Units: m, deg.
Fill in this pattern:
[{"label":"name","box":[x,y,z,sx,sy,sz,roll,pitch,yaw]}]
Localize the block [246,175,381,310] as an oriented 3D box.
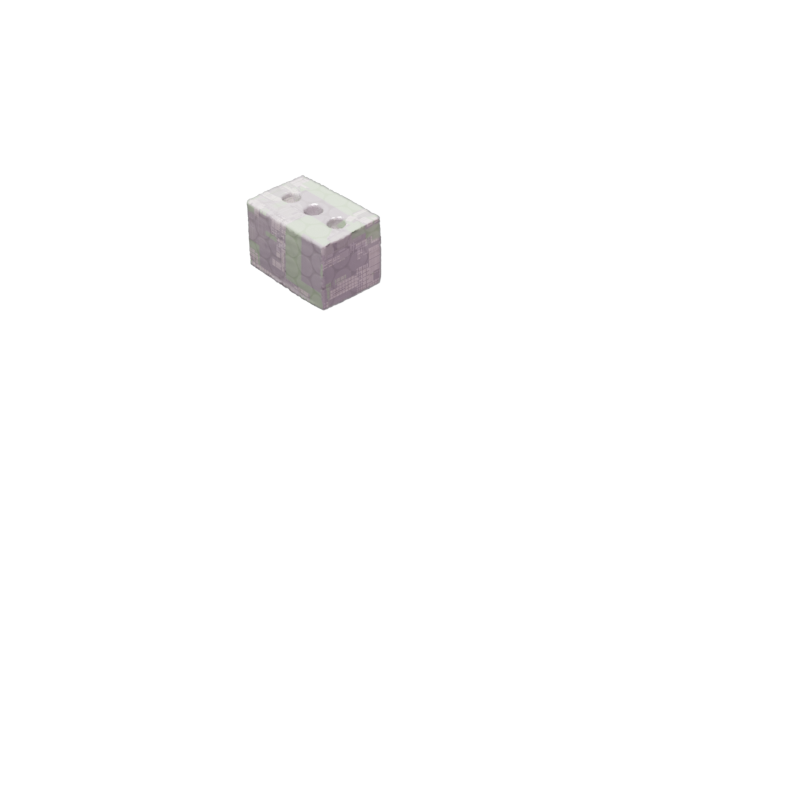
[{"label":"block","box":[-0.057,-0.104,0.732,0.053,0.048,0.083,-29,46,-34]}]
